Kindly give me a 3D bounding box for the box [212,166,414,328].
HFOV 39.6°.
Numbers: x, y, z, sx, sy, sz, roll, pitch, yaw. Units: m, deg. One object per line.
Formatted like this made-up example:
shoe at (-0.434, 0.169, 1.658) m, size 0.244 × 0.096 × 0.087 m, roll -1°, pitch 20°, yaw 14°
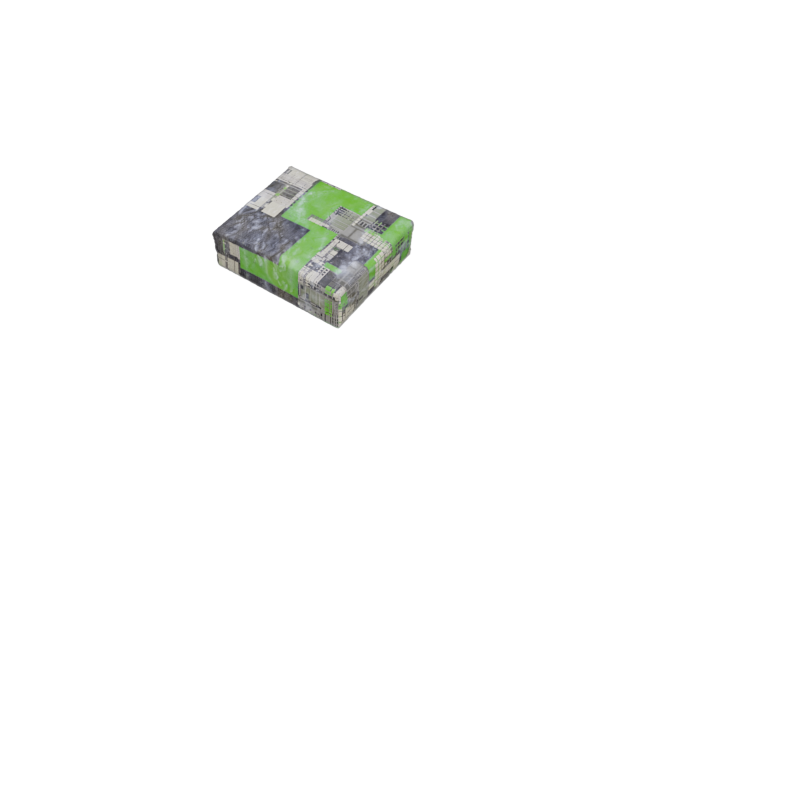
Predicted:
box at (-0.049, -0.090, 0.627) m, size 0.094 × 0.028 × 0.075 m, roll 28°, pitch 53°, yaw 23°
